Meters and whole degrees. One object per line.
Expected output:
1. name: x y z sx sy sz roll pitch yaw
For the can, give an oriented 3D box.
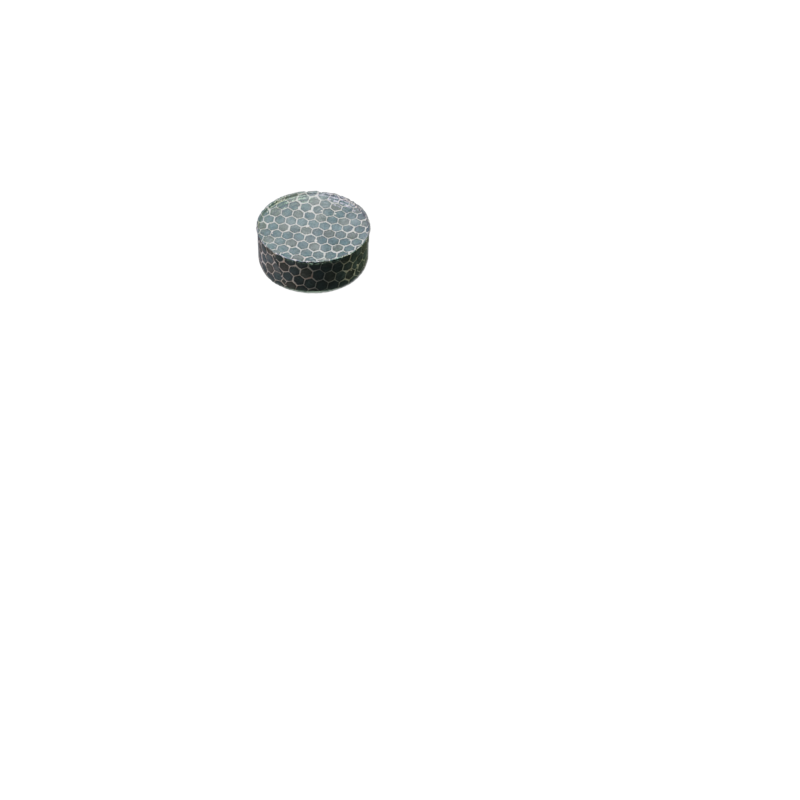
1. can: -0.066 -0.120 0.841 0.086 0.031 0.092 -1 44 -2
